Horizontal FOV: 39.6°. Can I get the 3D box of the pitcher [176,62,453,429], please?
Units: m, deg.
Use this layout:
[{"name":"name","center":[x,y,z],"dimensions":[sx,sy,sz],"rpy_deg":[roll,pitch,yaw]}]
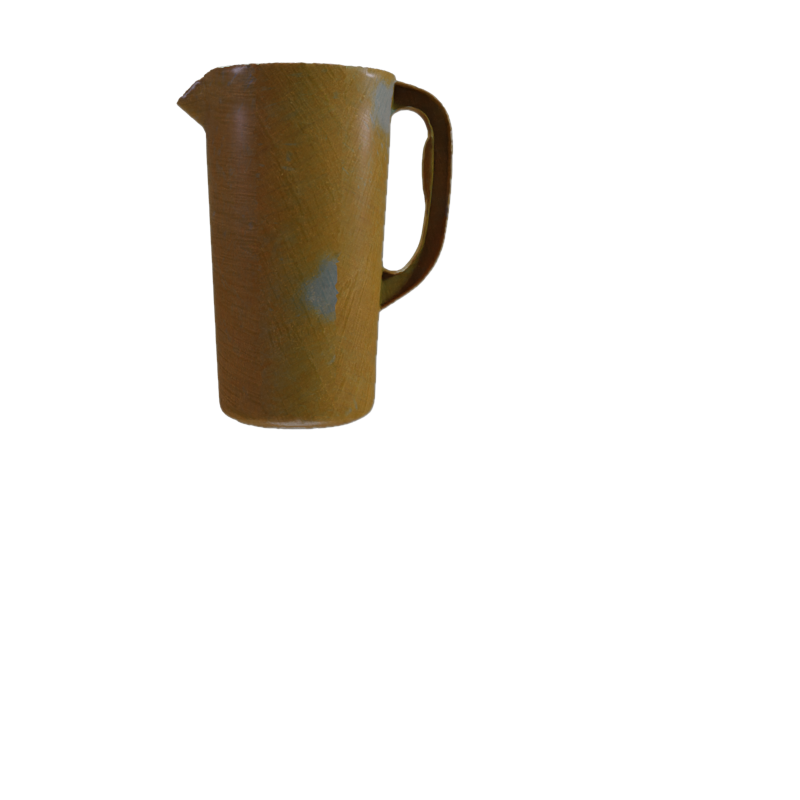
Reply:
[{"name":"pitcher","center":[-0.060,-0.109,0.763],"dimensions":[0.156,0.241,0.140],"rpy_deg":[4,6,42]}]
